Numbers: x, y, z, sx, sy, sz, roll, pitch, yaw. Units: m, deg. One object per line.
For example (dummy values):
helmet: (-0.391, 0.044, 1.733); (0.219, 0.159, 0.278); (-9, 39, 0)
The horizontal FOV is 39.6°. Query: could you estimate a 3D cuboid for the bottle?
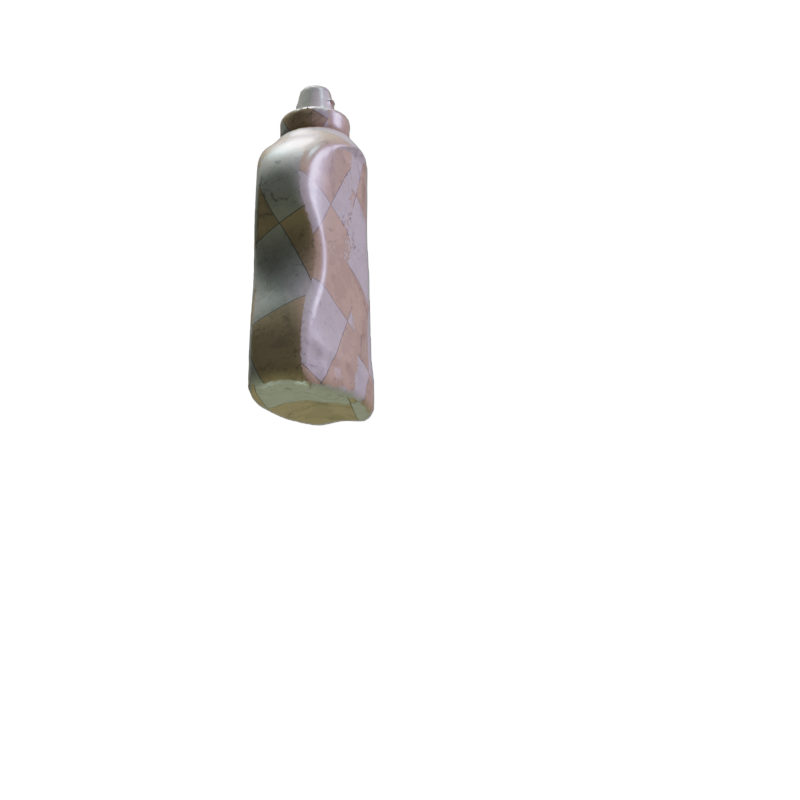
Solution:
bottle: (-0.048, -0.089, 0.621); (0.059, 0.201, 0.090); (-10, -22, 21)
